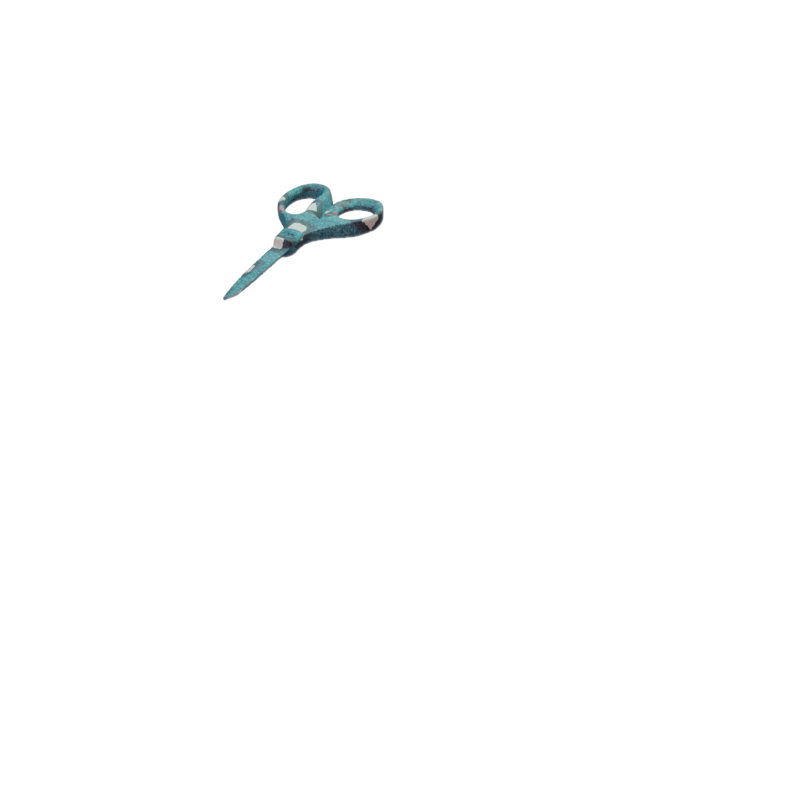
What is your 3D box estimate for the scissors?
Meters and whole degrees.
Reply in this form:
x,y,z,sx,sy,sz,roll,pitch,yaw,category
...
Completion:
x,y,z,sx,sy,sz,roll,pitch,yaw,category
-0.067,-0.122,0.852,0.097,0.015,0.212,3,32,5,scissors
